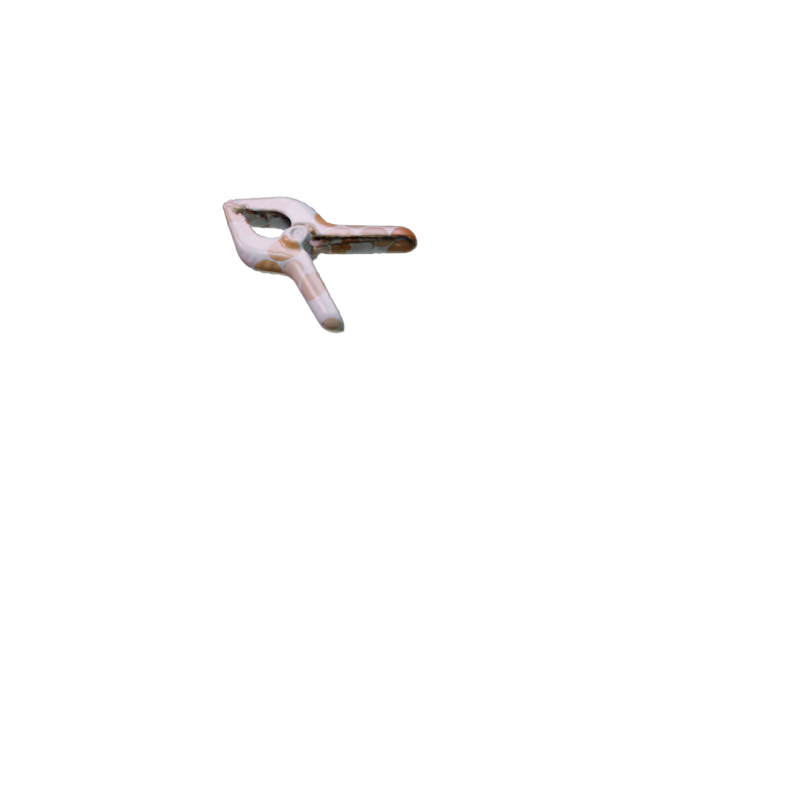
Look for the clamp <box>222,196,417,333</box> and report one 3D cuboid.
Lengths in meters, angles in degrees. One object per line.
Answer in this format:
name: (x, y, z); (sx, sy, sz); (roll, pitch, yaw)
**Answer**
clamp: (-0.074, -0.135, 0.949); (0.182, 0.036, 0.121); (36, 57, 28)
